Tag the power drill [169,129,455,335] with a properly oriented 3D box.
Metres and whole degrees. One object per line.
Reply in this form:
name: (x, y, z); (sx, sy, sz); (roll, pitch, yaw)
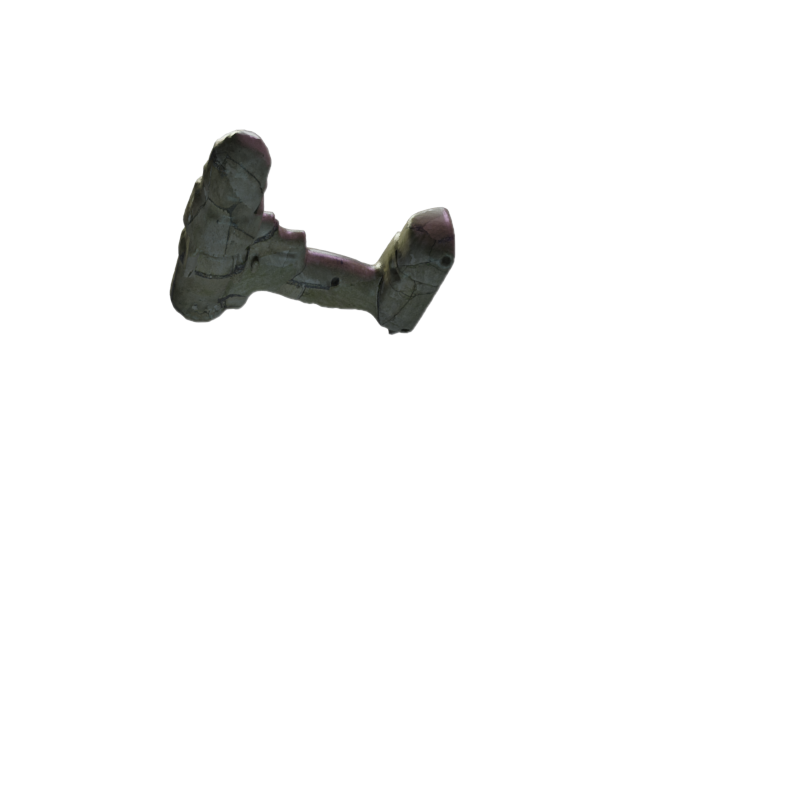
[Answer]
power drill: (-0.061, -0.112, 0.781); (0.183, 0.061, 0.176); (9, -33, -14)
